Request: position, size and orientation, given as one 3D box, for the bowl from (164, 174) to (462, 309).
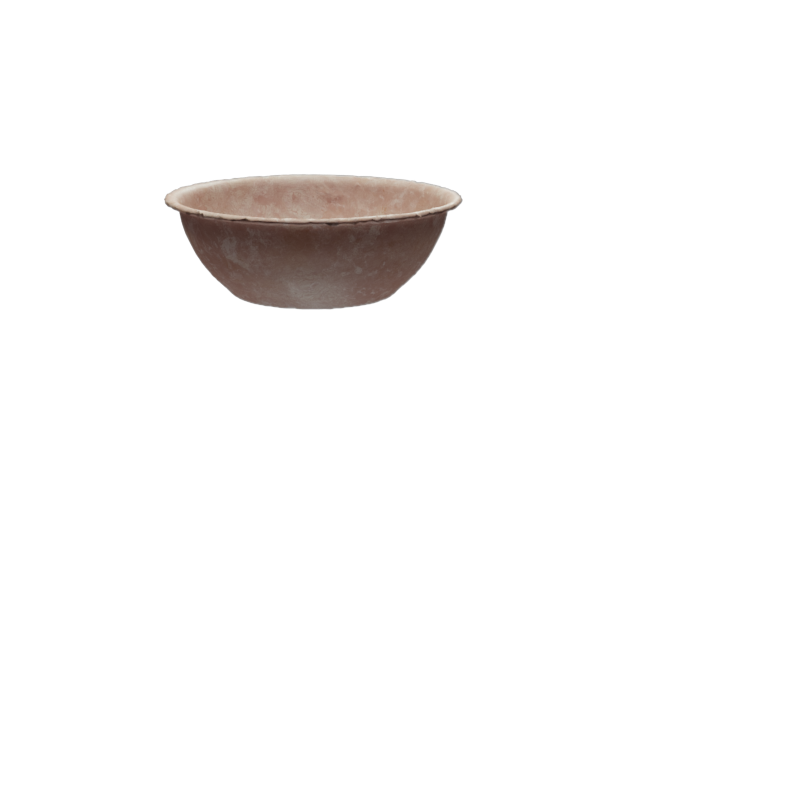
[{"bbox_3d":[-0.048,-0.087,0.610,0.162,0.053,0.168,-1,18,-2],"label":"bowl"}]
